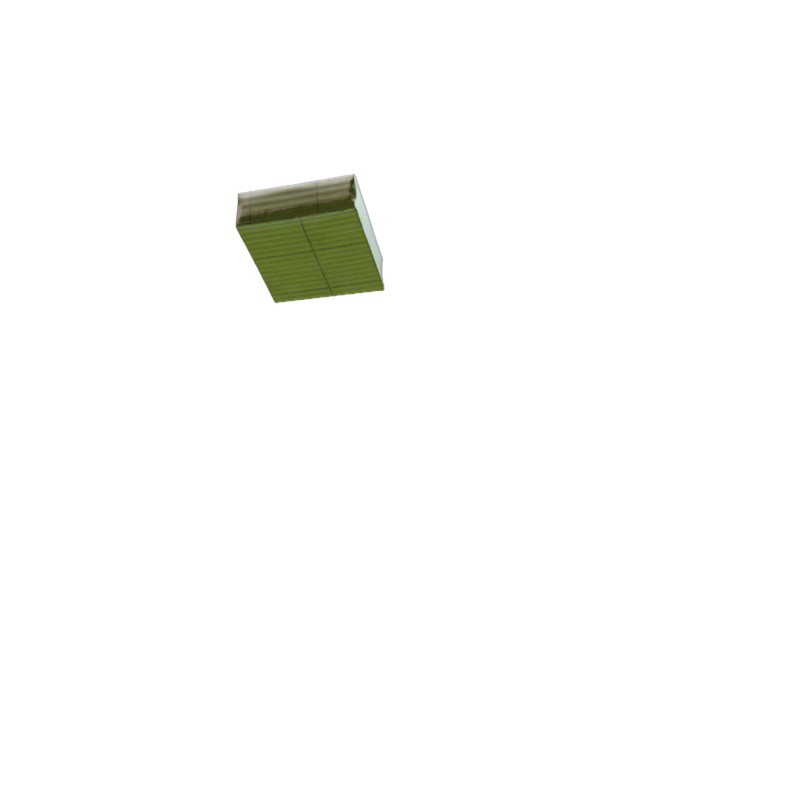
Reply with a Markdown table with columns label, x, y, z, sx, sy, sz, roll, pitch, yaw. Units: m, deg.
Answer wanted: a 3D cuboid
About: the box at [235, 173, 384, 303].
| label | x | y | z | sx | sy | sz | roll | pitch | yaw |
| --- | --- | --- | --- | --- | --- | --- | --- | --- | --- |
| box | -0.053 | -0.097 | 0.682 | 0.074 | 0.032 | 0.083 | -7 | -31 | 10 |
